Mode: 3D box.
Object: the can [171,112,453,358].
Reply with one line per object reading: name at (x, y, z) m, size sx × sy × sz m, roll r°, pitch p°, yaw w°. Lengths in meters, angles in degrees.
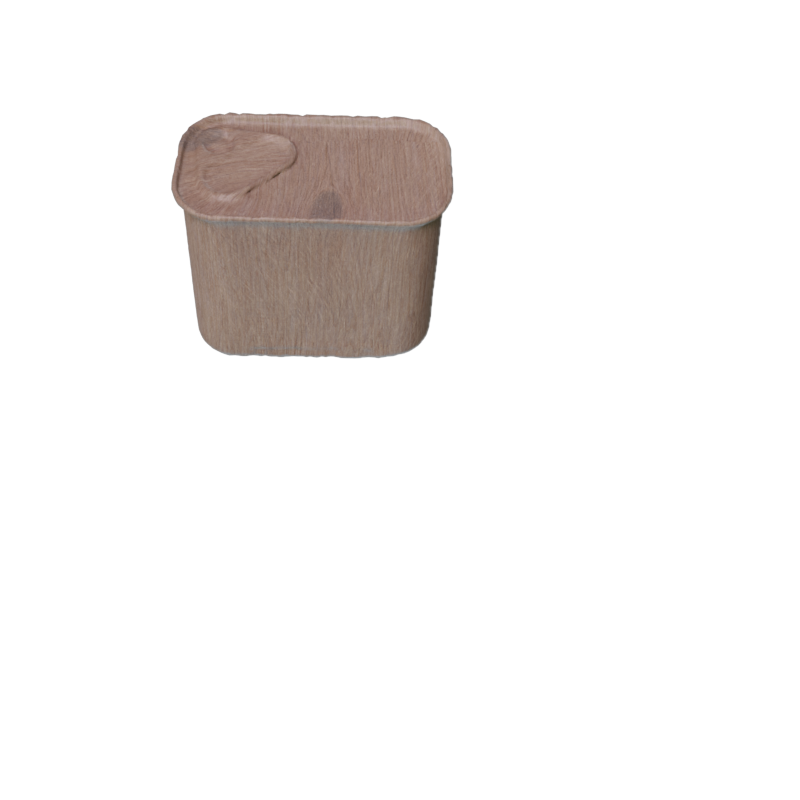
can at (-0.034, -0.062, 0.435) m, size 0.102 × 0.062 × 0.078 m, roll 2°, pitch -39°, yaw 0°
